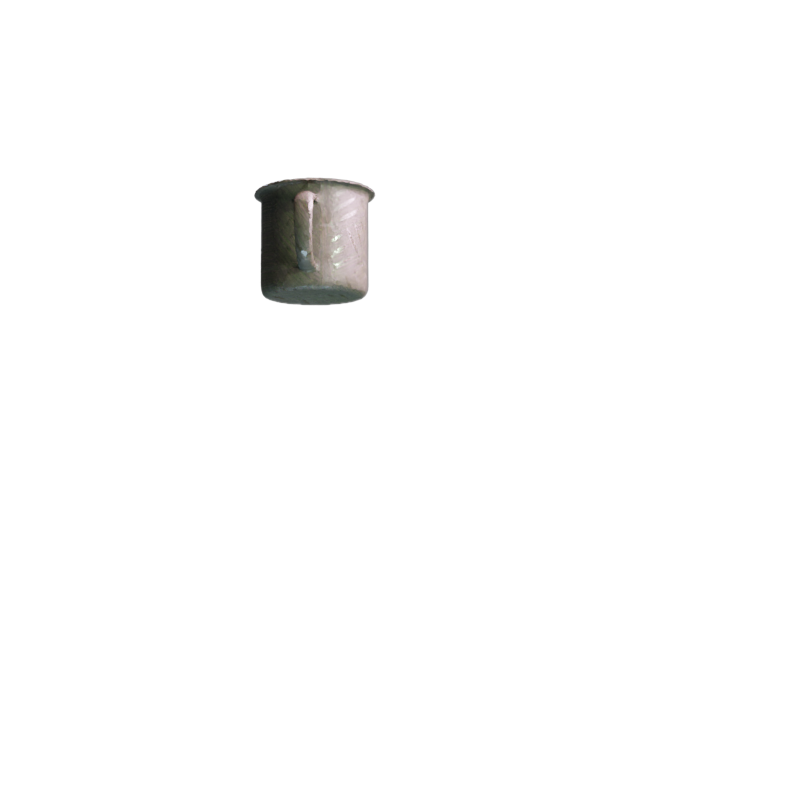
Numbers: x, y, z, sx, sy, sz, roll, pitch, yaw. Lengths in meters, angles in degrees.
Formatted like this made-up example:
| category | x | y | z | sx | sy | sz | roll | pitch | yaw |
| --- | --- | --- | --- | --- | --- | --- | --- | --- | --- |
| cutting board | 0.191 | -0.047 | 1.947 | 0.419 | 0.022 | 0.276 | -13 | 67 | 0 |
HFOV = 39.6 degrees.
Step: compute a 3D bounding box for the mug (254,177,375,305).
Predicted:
| category | x | y | z | sx | sy | sz | roll | pitch | yaw |
| --- | --- | --- | --- | --- | --- | --- | --- | --- | --- |
| mug | -0.065 | -0.119 | 0.833 | 0.093 | 0.084 | 0.114 | -1 | -8 | 2 |
